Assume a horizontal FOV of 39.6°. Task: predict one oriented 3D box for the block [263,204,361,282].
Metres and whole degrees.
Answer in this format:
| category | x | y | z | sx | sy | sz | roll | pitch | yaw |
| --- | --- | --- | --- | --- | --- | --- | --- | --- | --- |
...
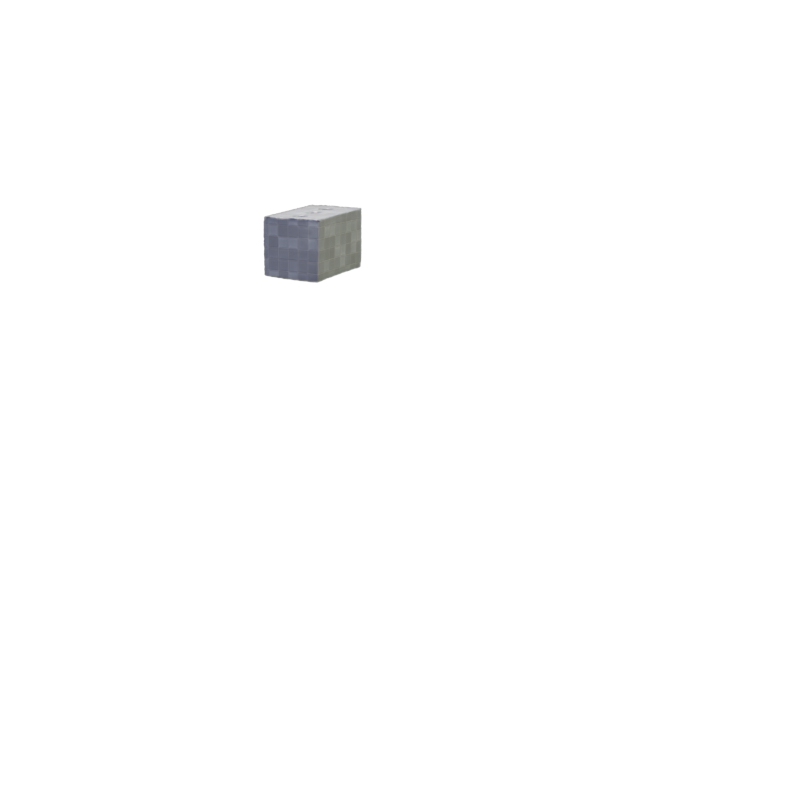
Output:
| category | x | y | z | sx | sy | sz | roll | pitch | yaw |
| --- | --- | --- | --- | --- | --- | --- | --- | --- | --- |
| block | -0.072 | -0.131 | 0.919 | 0.055 | 0.050 | 0.077 | 7 | 17 | 25 |
